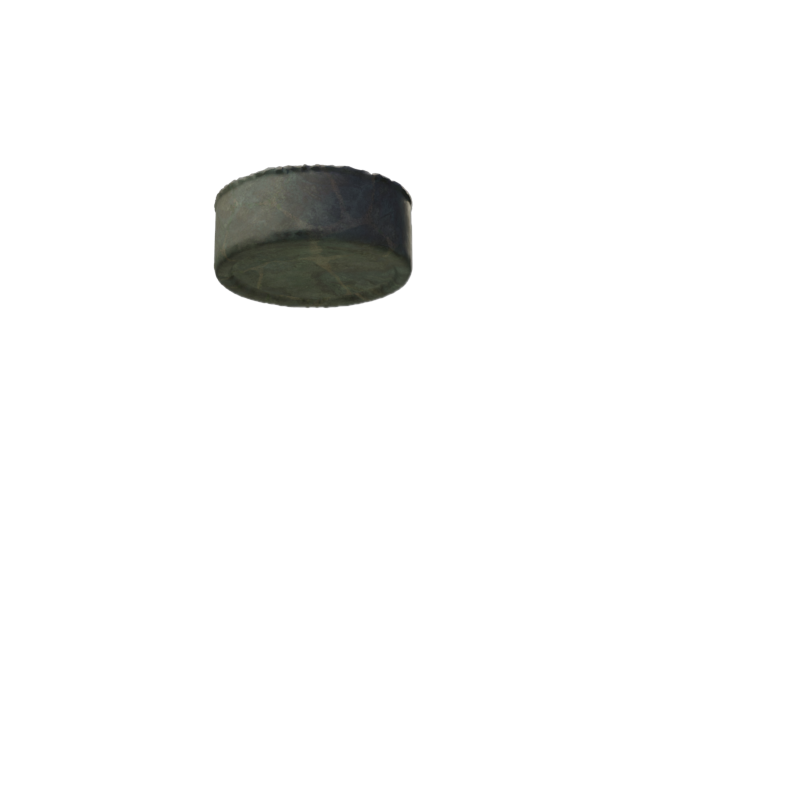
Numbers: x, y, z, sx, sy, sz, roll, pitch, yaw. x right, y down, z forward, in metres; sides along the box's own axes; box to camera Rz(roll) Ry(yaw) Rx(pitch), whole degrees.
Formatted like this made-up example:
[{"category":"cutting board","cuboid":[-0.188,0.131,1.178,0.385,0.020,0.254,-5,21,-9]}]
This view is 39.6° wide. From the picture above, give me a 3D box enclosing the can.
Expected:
[{"category":"can","cuboid":[-0.037,-0.068,0.474,0.086,0.035,0.082,0,-16,-2]}]
